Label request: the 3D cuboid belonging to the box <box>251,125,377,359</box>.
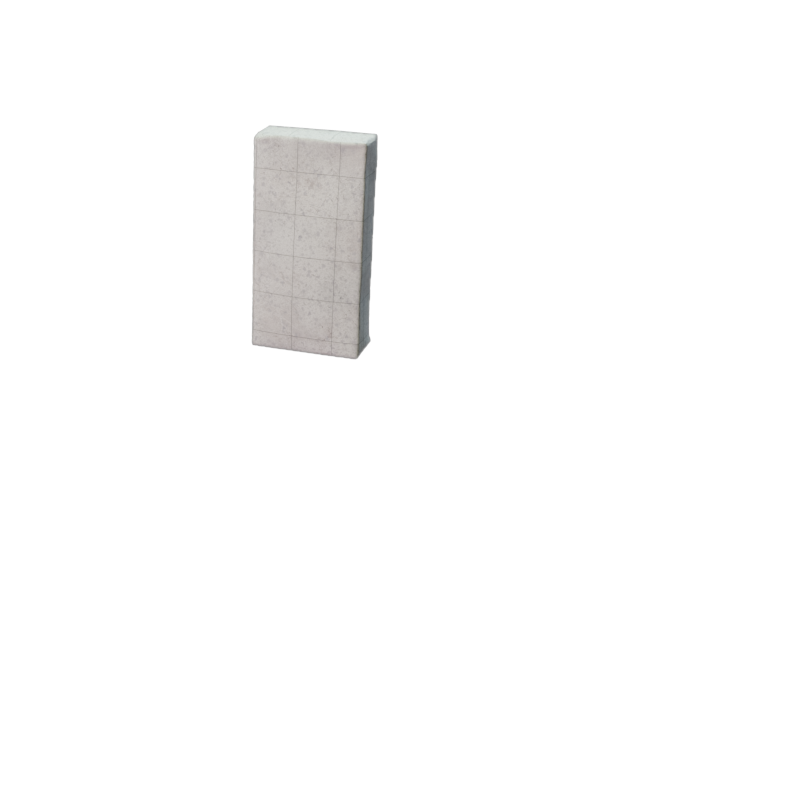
[{"bbox_3d":[-0.069,-0.126,0.881,0.095,0.169,0.049,7,21,15],"label":"box"}]
